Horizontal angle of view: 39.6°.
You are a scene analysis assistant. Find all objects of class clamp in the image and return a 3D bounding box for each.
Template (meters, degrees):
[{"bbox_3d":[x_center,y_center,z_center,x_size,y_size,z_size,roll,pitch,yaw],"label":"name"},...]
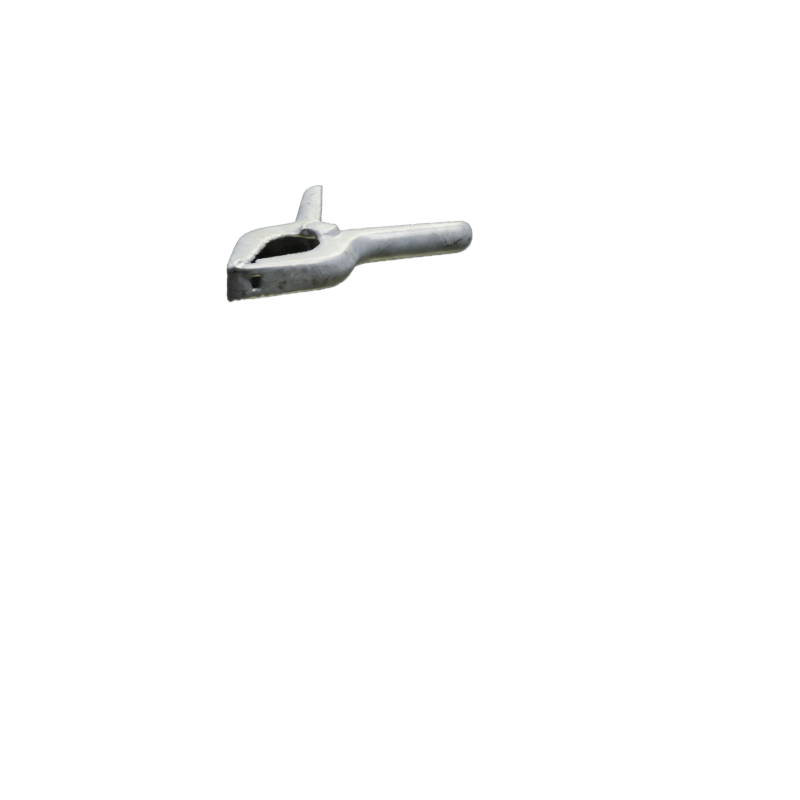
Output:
[{"bbox_3d":[-0.068,-0.124,0.870,0.175,0.035,0.208,23,34,37],"label":"clamp"}]
